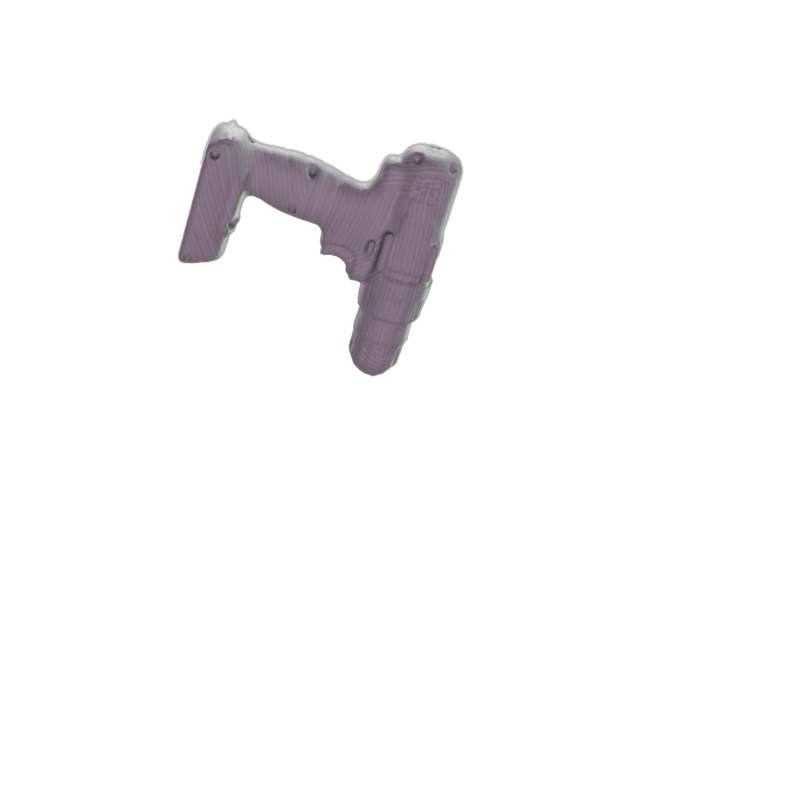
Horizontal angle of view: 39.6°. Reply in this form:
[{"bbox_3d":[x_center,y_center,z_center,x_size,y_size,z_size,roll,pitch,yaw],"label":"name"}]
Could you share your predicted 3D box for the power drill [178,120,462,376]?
[{"bbox_3d":[-0.064,-0.117,0.817,0.186,0.178,0.060,15,21,-6],"label":"power drill"}]
